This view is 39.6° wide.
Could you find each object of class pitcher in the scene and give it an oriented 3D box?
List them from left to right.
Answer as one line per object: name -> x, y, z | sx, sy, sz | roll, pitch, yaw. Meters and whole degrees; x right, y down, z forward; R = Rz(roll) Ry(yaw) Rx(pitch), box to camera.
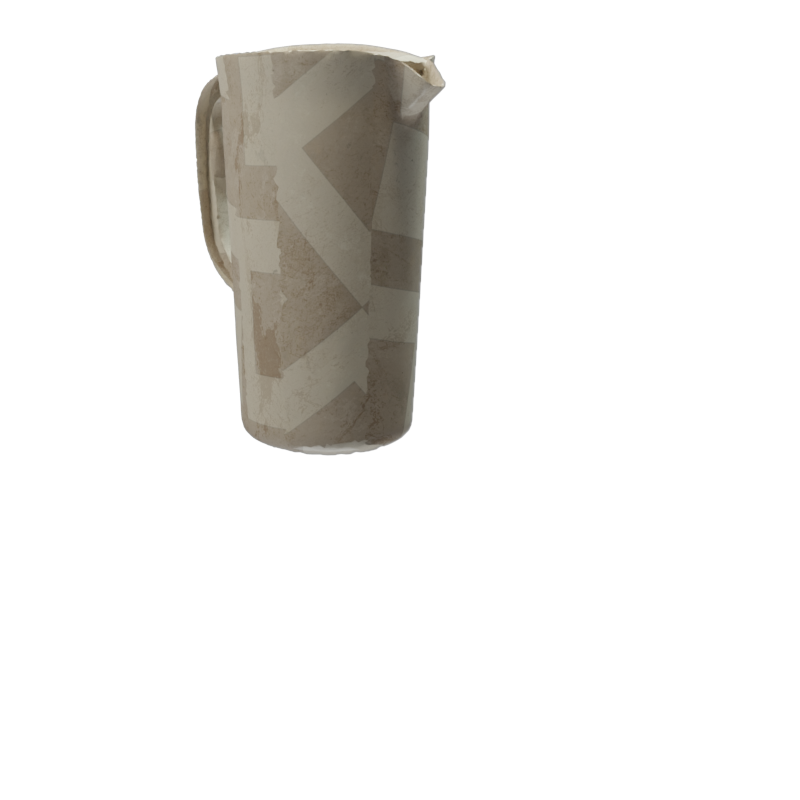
pitcher -> -0.054, -0.099, 0.693 | 0.143, 0.239, 0.154 | -1, 9, -9
